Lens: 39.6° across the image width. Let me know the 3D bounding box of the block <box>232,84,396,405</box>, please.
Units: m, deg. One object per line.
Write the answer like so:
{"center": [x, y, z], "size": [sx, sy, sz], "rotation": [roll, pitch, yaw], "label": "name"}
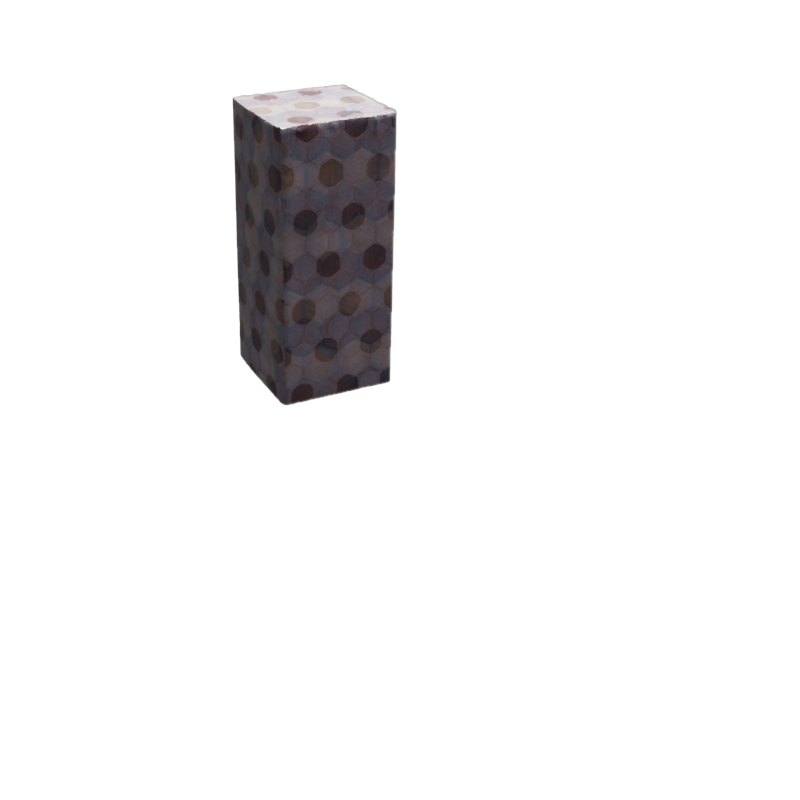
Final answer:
{"center": [-0.063, -0.114, 0.802], "size": [0.089, 0.196, 0.097], "rotation": [-10, 27, -25], "label": "block"}
